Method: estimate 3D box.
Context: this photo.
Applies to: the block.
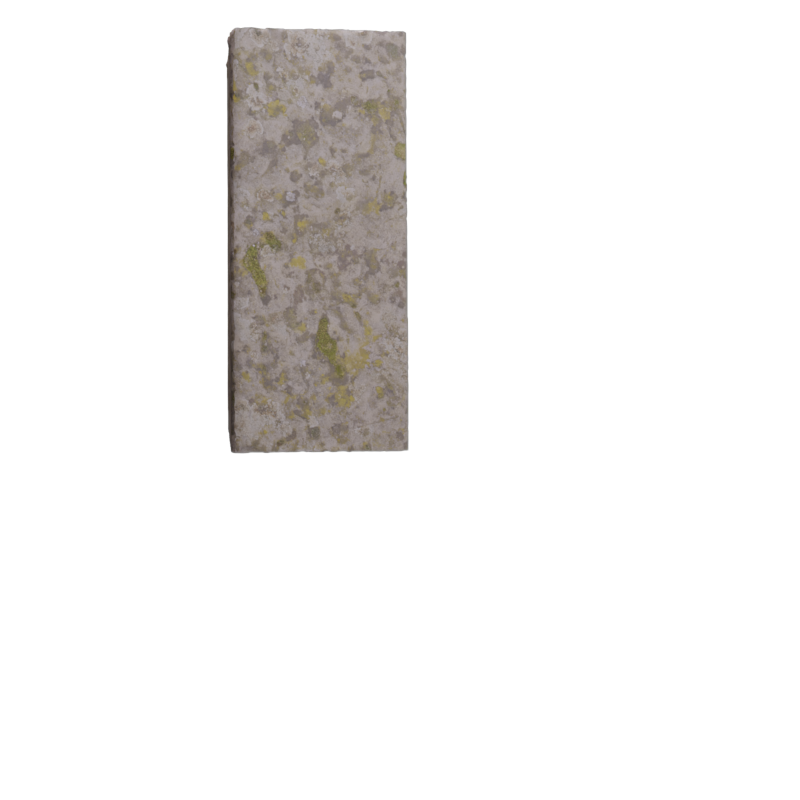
[{"bbox_3d":[-0.046,-0.083,0.583,0.089,0.207,0.091,0,0,-8],"label":"block"}]
